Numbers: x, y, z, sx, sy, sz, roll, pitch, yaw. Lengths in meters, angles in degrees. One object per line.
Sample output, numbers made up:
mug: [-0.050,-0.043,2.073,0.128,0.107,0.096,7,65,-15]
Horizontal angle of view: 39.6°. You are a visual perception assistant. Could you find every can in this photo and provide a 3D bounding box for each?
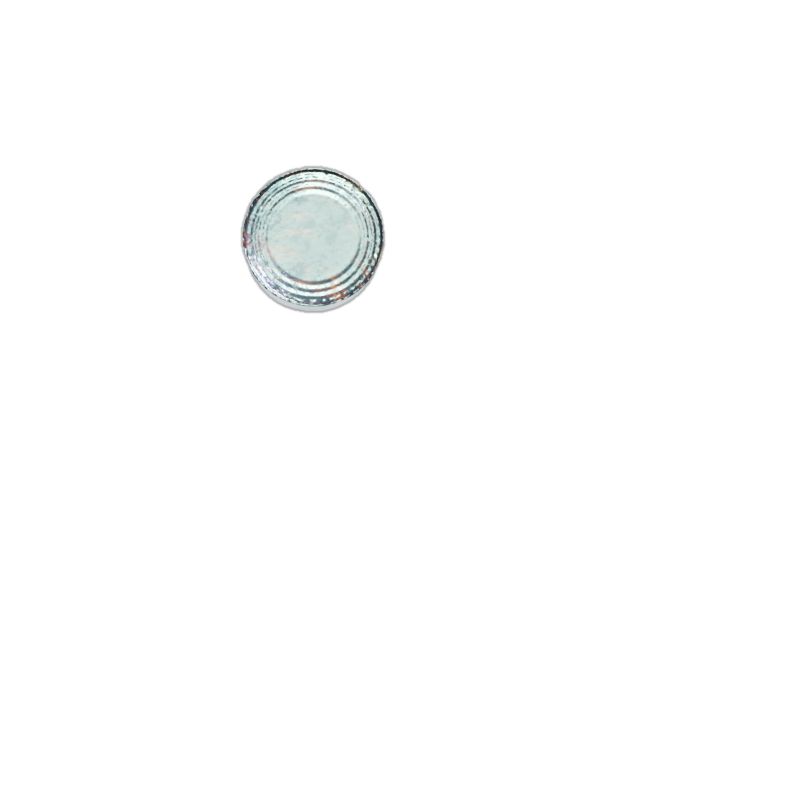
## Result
can: [-0.053,-0.097,0.682,0.086,0.088,0.033,0,-11,-1]
